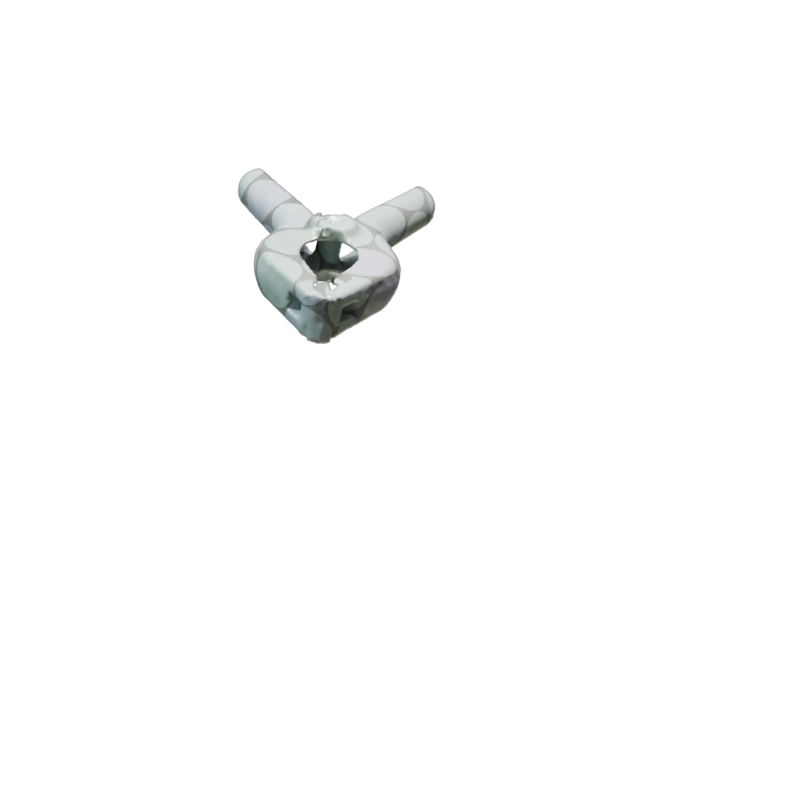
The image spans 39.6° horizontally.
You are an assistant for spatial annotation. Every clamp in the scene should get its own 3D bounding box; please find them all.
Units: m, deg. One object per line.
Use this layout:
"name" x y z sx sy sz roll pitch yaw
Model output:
"clamp" -0.049 -0.089 0.625 0.122 0.037 0.178 5 29 8
